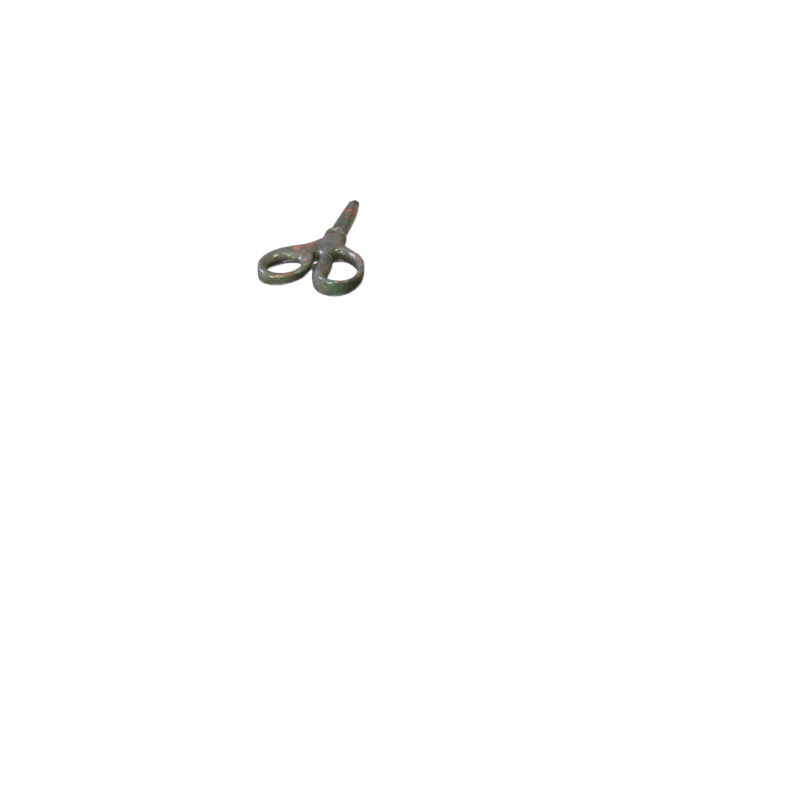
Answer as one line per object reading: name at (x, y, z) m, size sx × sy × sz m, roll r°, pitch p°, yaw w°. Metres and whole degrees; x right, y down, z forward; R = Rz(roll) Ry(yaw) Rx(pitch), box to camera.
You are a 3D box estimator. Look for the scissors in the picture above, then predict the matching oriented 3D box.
scissors at (-0.075, -0.136, 0.956) m, size 0.096 × 0.015 × 0.214 m, roll -3°, pitch 28°, yaw -5°
